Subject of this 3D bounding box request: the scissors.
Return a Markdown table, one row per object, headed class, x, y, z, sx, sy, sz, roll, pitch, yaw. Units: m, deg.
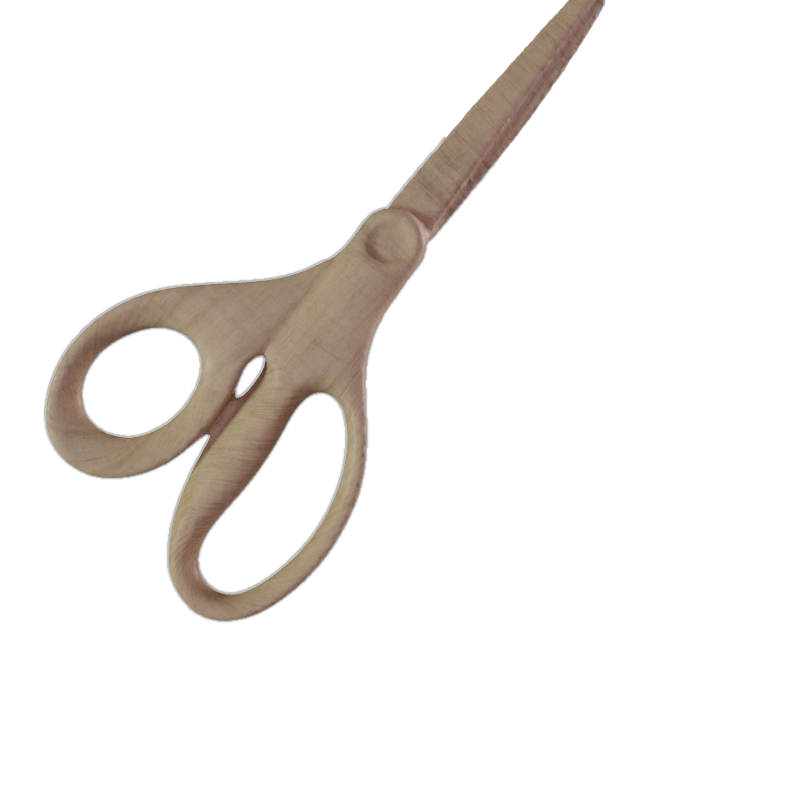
| class | x | y | z | sx | sy | sz | roll | pitch | yaw |
| --- | --- | --- | --- | --- | --- | --- | --- | --- | --- |
| scissors | -0.024 | -0.044 | 0.305 | 0.097 | 0.205 | 0.015 | 23 | -10 | 4 |
